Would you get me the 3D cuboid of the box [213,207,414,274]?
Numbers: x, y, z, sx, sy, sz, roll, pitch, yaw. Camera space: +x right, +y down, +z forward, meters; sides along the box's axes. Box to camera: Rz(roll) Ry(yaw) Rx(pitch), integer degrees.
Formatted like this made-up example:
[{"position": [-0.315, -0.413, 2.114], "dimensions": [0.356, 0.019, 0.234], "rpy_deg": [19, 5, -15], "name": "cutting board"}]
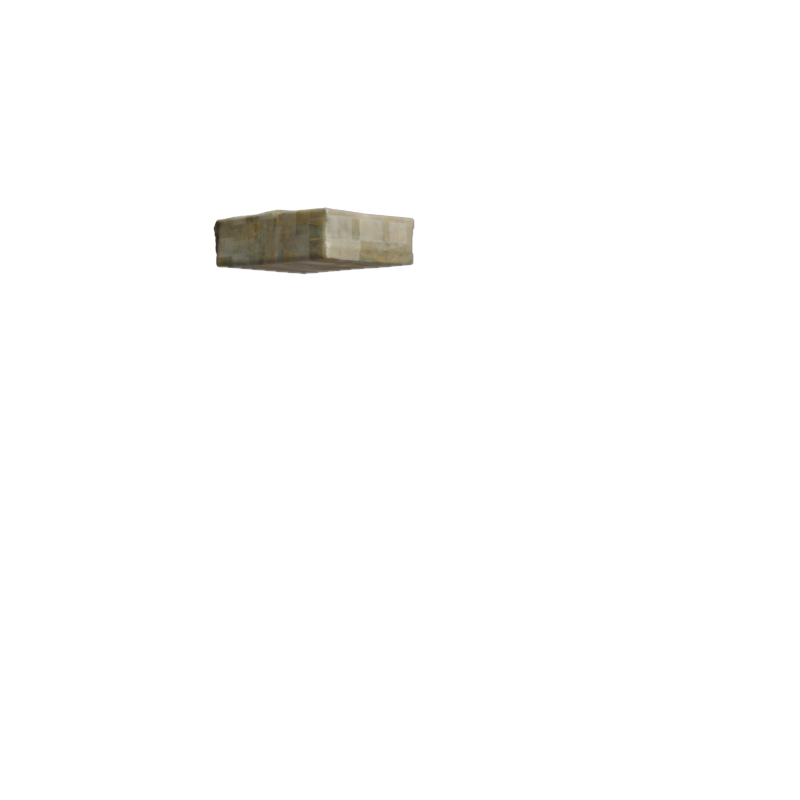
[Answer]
[{"position": [-0.049, -0.089, 0.622], "dimensions": [0.093, 0.030, 0.070], "rpy_deg": [2, 3, 42], "name": "box"}]
